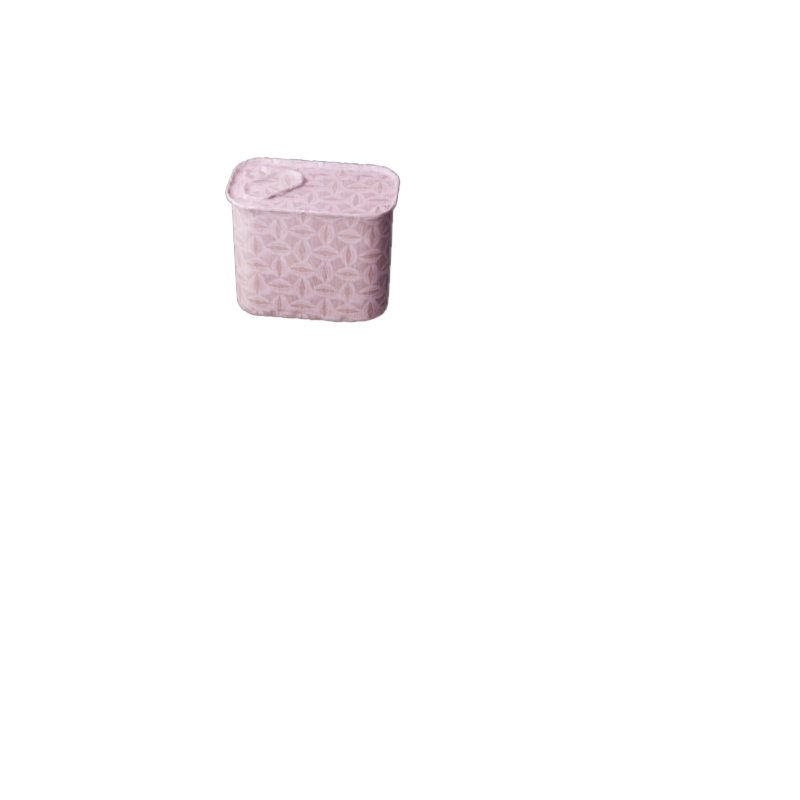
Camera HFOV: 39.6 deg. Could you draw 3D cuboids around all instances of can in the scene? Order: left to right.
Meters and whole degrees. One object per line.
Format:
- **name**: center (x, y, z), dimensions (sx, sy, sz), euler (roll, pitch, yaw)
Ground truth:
- **can**: center (-0.053, -0.097, 0.680), dimensions (0.103, 0.078, 0.061), euler (5, 39, 5)
